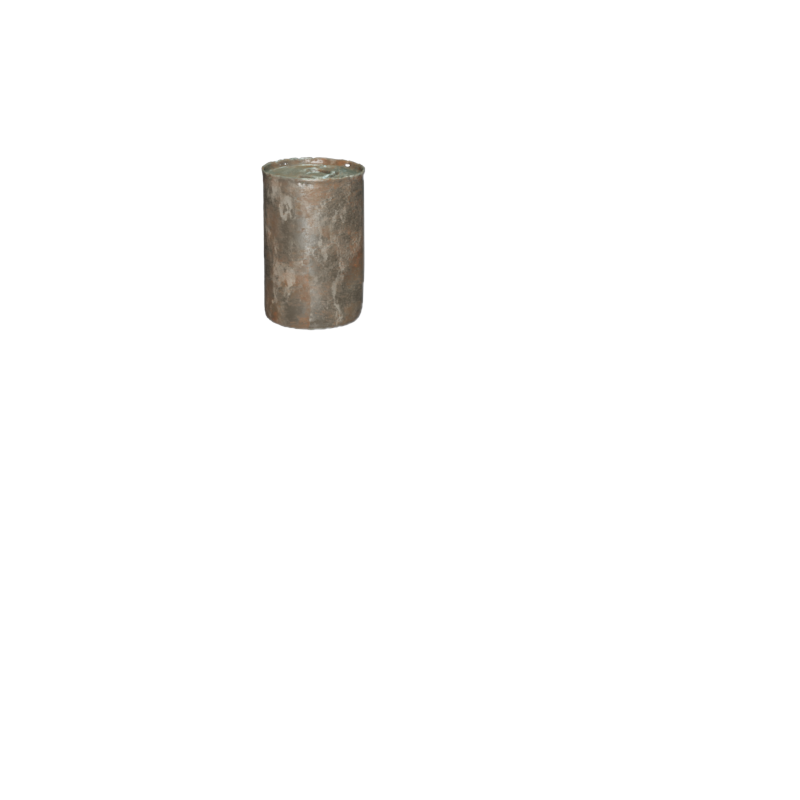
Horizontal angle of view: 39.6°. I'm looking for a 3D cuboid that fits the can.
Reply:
[{"bbox_3d":[-0.058,-0.106,0.740,0.068,0.098,0.072,0,19,-2],"label":"can"}]
